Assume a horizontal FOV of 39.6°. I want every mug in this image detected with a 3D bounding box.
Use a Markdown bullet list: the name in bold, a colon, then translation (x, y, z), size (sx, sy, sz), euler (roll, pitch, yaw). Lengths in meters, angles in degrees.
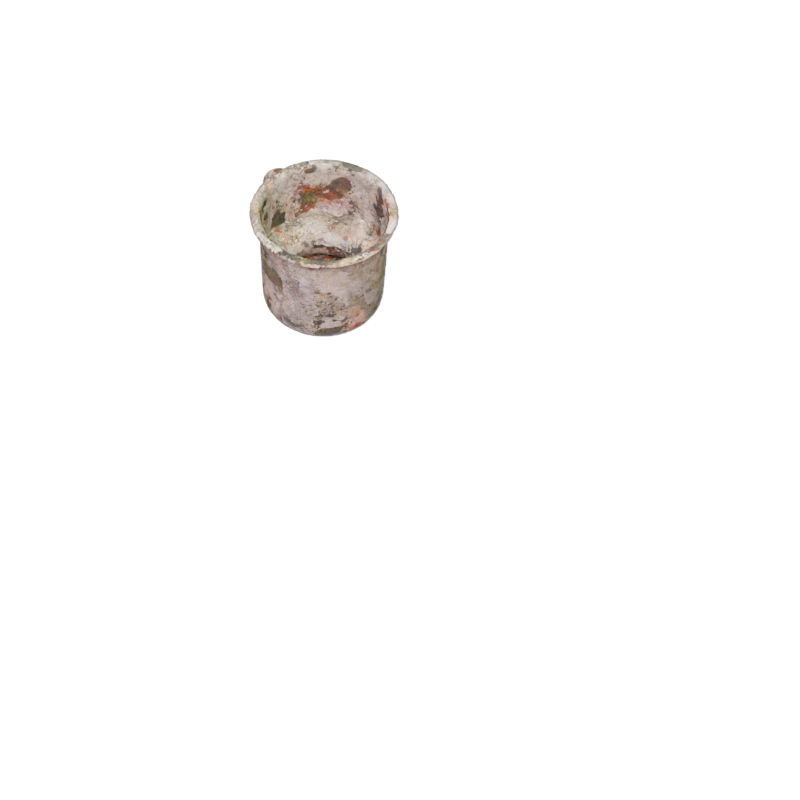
- **mug**: translation (-0.057, -0.104, 0.727), size (0.093, 0.126, 0.076), euler (-28, -33, -22)
